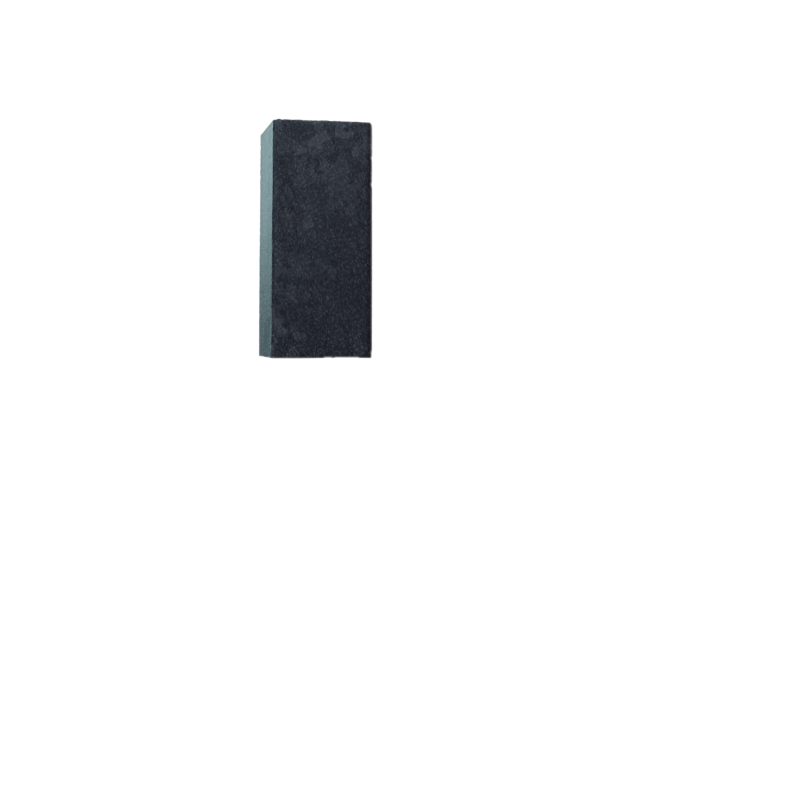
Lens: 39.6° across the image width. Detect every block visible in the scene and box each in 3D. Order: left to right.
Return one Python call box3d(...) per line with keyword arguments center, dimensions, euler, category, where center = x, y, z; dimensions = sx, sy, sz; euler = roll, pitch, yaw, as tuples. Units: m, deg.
box3d(center=(-0.077, -0.142, 0.996), dimensions=(0.089, 0.208, 0.091), euler=(0, -3, -13), category="block")
